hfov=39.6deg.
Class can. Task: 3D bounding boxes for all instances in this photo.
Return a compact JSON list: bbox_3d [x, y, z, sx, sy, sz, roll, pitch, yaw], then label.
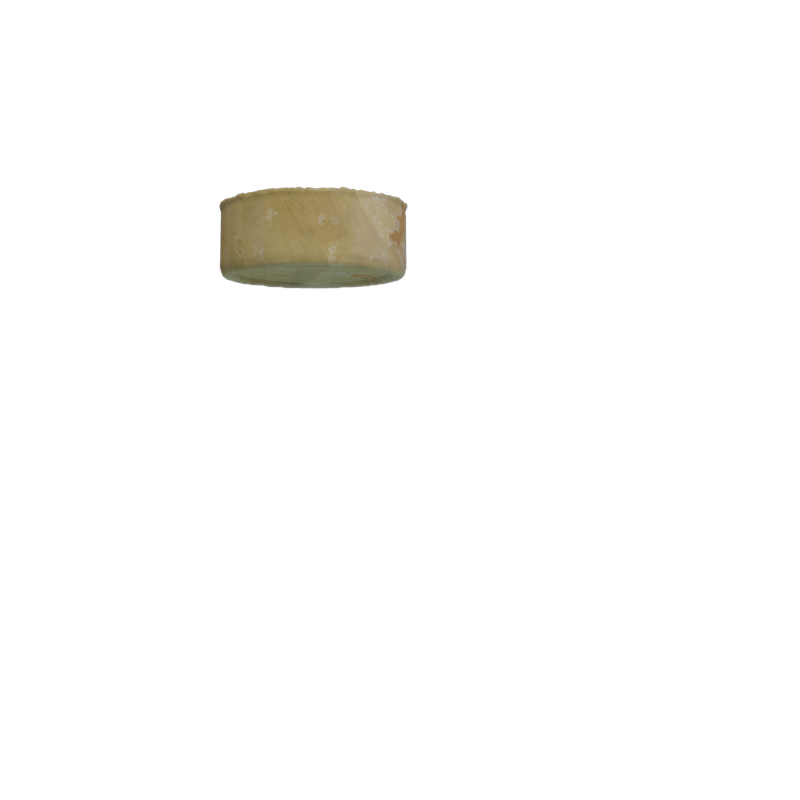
[{"bbox_3d":[-0.039,-0.072,0.504,0.086,0.034,0.085,0,-2,-2],"label":"can"}]
